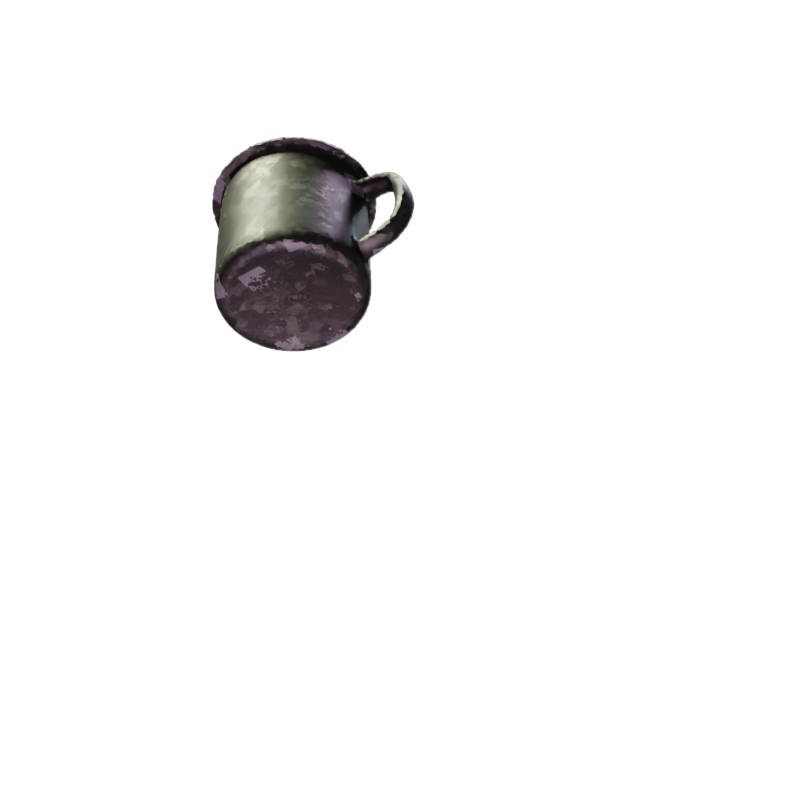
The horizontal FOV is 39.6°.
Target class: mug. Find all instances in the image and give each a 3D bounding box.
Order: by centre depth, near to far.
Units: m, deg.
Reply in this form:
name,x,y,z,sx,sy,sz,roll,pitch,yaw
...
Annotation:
name,x,y,z,sx,sy,sz,roll,pitch,yaw
mug,-0.046,-0.085,0.592,0.118,0.087,0.086,-20,-49,16
